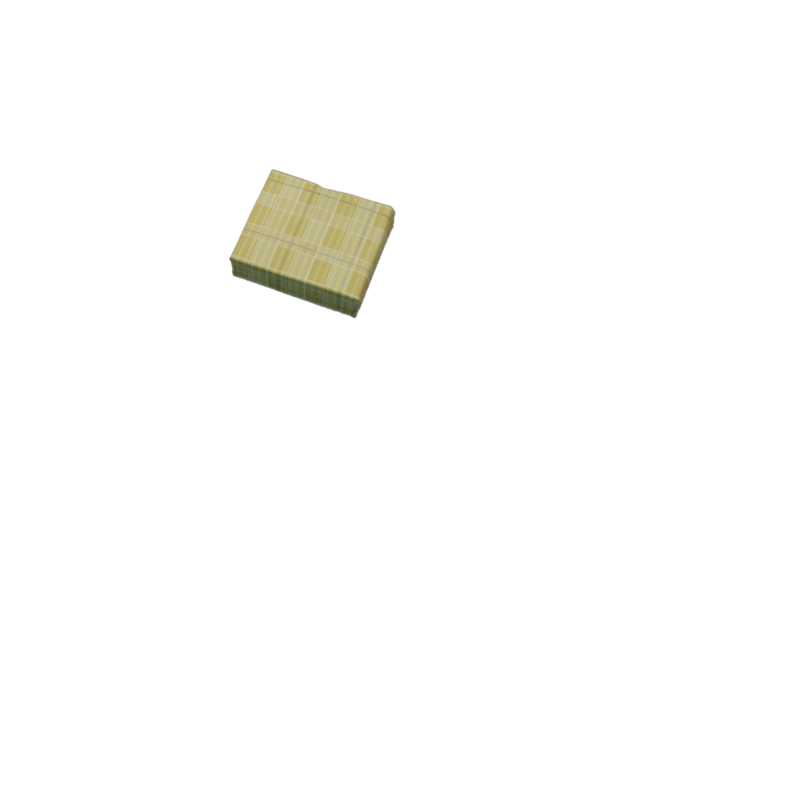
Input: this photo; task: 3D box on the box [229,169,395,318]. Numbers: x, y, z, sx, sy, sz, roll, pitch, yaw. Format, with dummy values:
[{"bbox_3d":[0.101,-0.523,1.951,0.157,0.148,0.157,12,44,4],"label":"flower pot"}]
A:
[{"bbox_3d":[-0.056,-0.103,0.723,0.091,0.076,0.028,18,-25,9],"label":"box"}]
